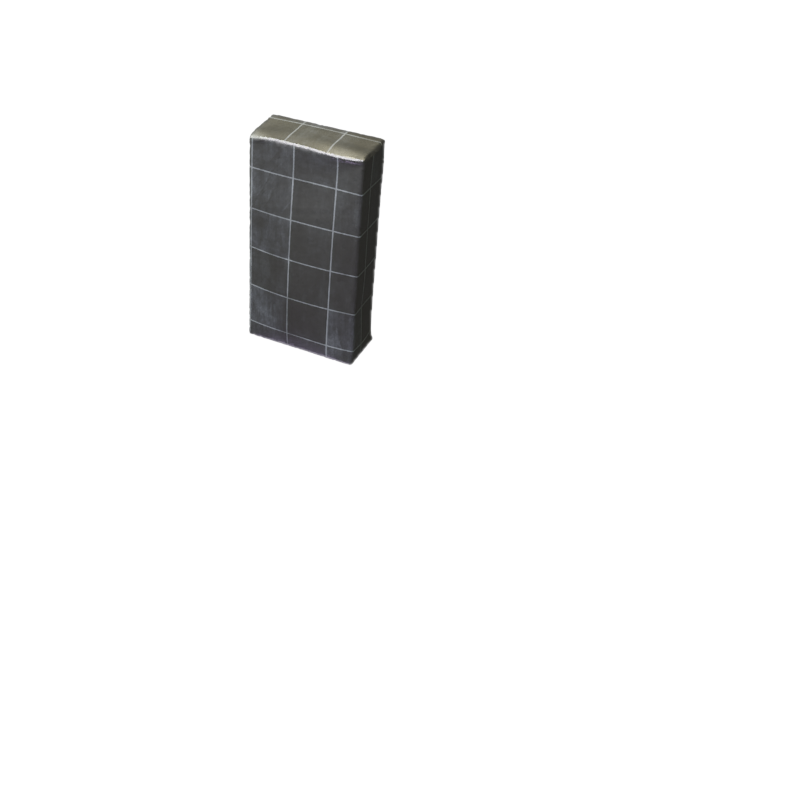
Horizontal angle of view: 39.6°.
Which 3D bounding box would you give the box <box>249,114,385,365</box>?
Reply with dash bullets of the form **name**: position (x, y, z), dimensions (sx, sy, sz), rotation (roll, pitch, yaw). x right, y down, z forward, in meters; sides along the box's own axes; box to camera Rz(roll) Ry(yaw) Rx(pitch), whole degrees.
- **box**: position (-0.065, -0.118, 0.829), dimensions (0.097, 0.165, 0.049), rotation (17, 38, 19)
